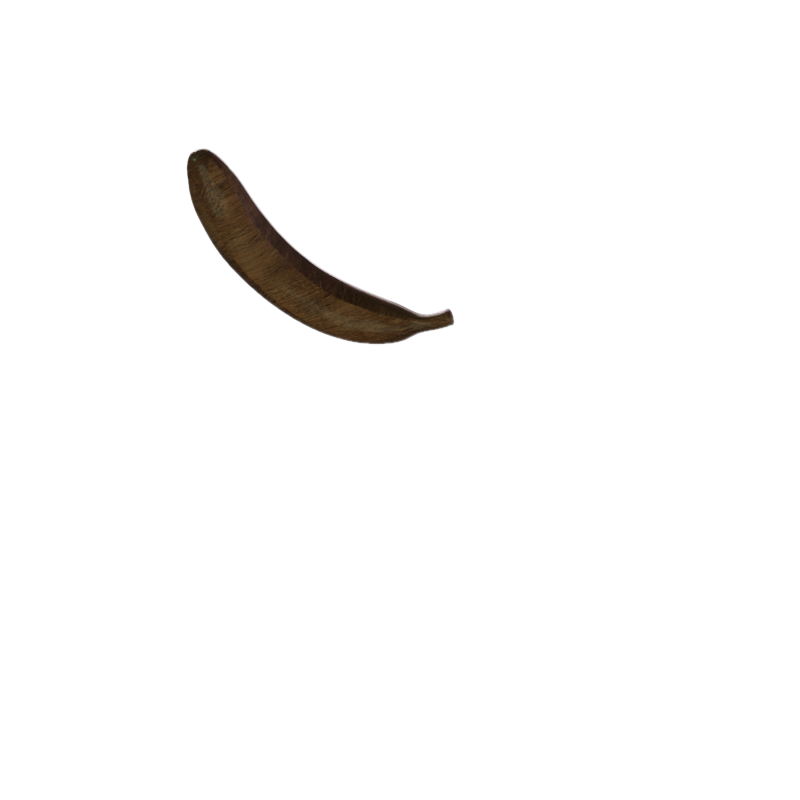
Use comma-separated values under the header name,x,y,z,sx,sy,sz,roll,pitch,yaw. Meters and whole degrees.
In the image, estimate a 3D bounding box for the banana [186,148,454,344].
name,x,y,z,sx,sy,sz,roll,pitch,yaw
banana,-0.062,-0.085,0.695,0.189,0.068,0.039,31,29,-19
